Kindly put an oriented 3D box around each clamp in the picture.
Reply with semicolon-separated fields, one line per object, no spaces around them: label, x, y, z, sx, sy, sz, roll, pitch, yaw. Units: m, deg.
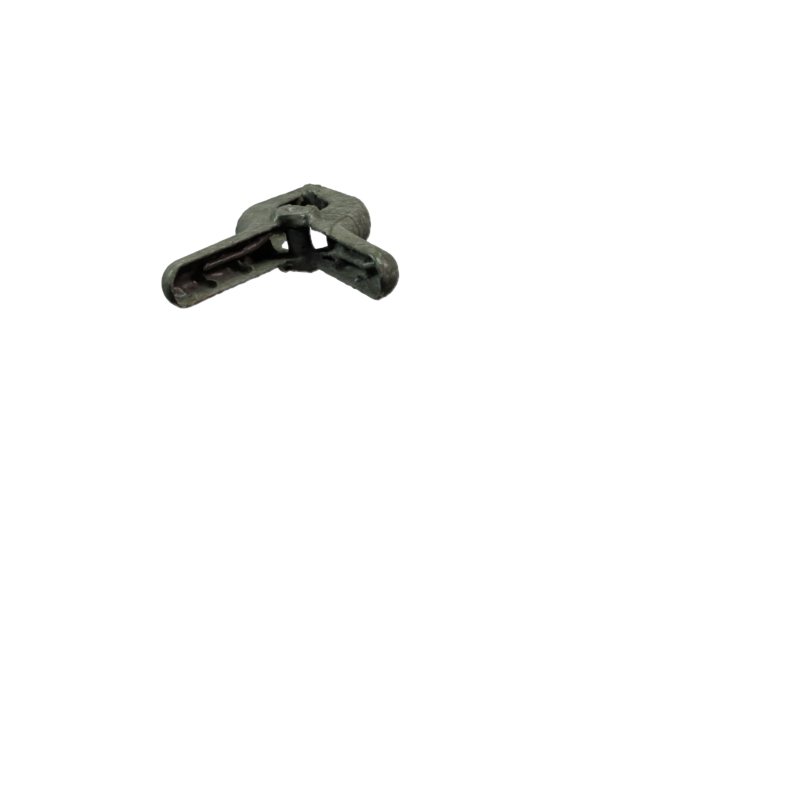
clamp;-0.049;-0.089;0.620;0.122;0.037;0.177;6;27;11
